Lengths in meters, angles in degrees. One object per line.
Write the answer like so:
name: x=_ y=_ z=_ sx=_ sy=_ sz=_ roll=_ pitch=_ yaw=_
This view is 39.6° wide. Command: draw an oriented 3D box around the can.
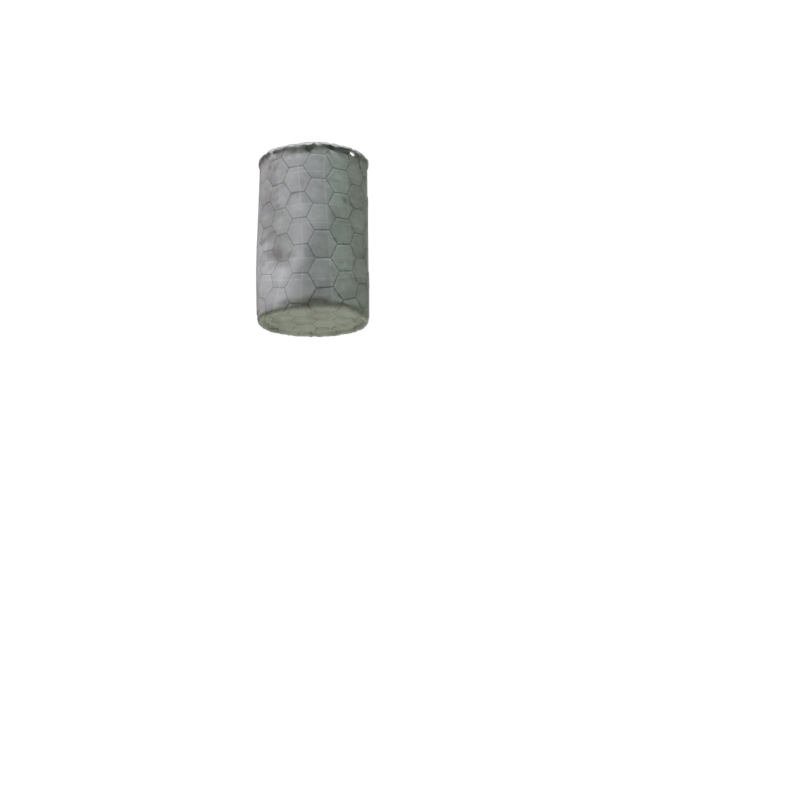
can: x=-0.052 y=-0.095 z=0.666 sx=0.068 sy=0.107 sz=0.066 roll=0 pitch=-16 yaw=-2
